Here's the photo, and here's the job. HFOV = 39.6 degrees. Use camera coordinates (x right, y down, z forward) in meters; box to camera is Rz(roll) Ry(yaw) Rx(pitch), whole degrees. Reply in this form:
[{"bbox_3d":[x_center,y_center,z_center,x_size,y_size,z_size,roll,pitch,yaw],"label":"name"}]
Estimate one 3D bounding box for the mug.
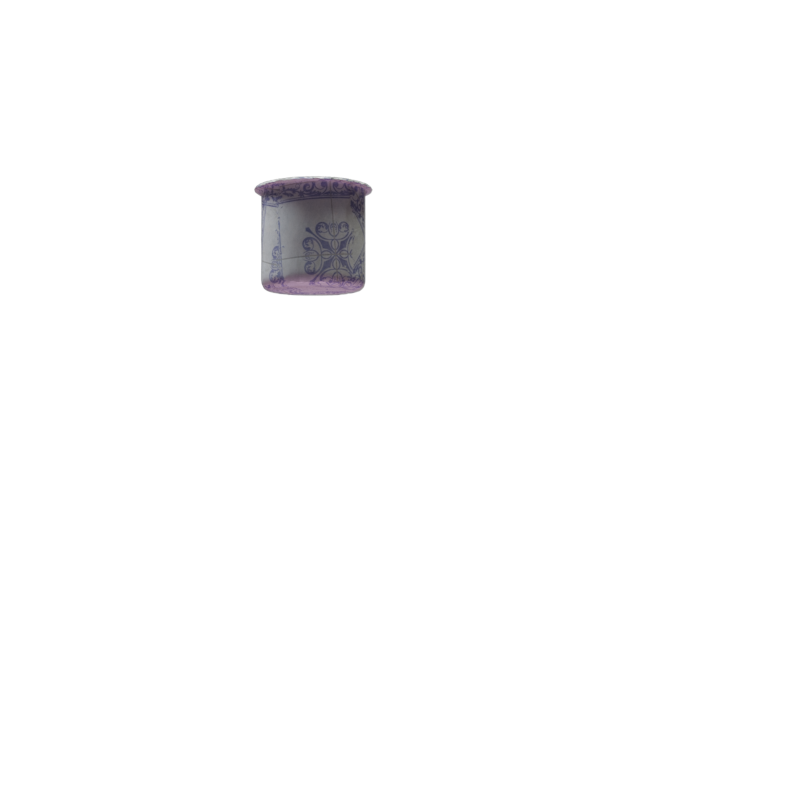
[{"bbox_3d":[-0.069,-0.126,0.881,0.093,0.083,0.116,0,-4,-3],"label":"mug"}]
